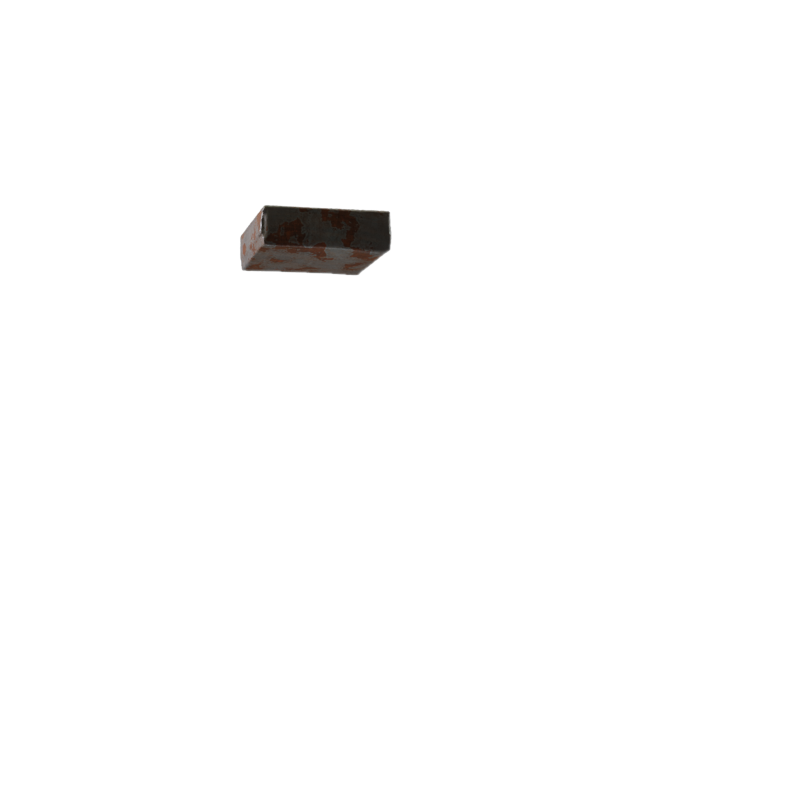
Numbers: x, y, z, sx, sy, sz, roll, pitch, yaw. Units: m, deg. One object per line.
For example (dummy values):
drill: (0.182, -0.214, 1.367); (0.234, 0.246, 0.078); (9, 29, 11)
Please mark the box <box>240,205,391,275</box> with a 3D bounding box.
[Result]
box: (-0.075, -0.136, 0.952); (0.111, 0.040, 0.089); (3, -9, -17)
